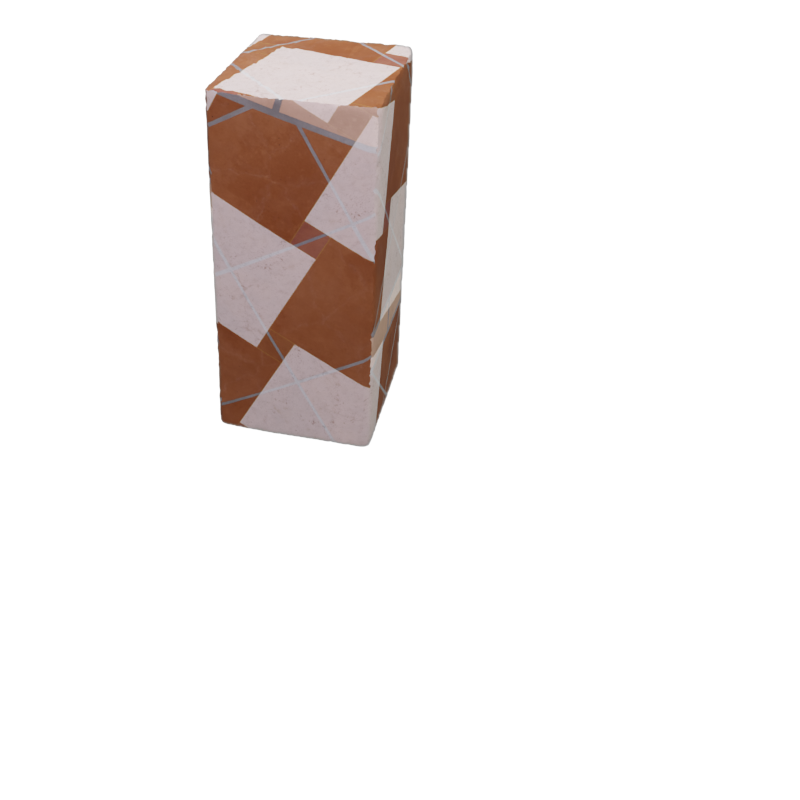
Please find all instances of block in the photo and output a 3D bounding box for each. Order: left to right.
[{"bbox_3d":[-0.048,-0.088,0.617,0.092,0.194,0.095,9,32,10],"label":"block"}]
